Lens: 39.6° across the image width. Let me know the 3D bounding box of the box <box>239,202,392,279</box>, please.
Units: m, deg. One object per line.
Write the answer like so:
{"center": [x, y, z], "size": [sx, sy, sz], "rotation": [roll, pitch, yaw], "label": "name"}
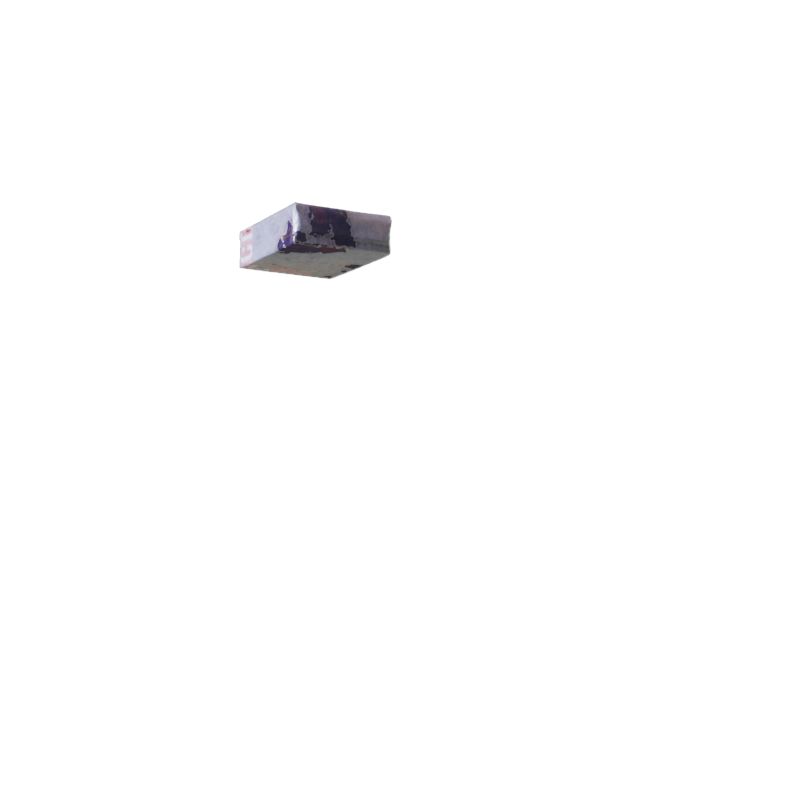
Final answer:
{"center": [-0.059, -0.107, 0.751], "size": [0.070, 0.031, 0.090], "rotation": [4, -8, -29], "label": "box"}
